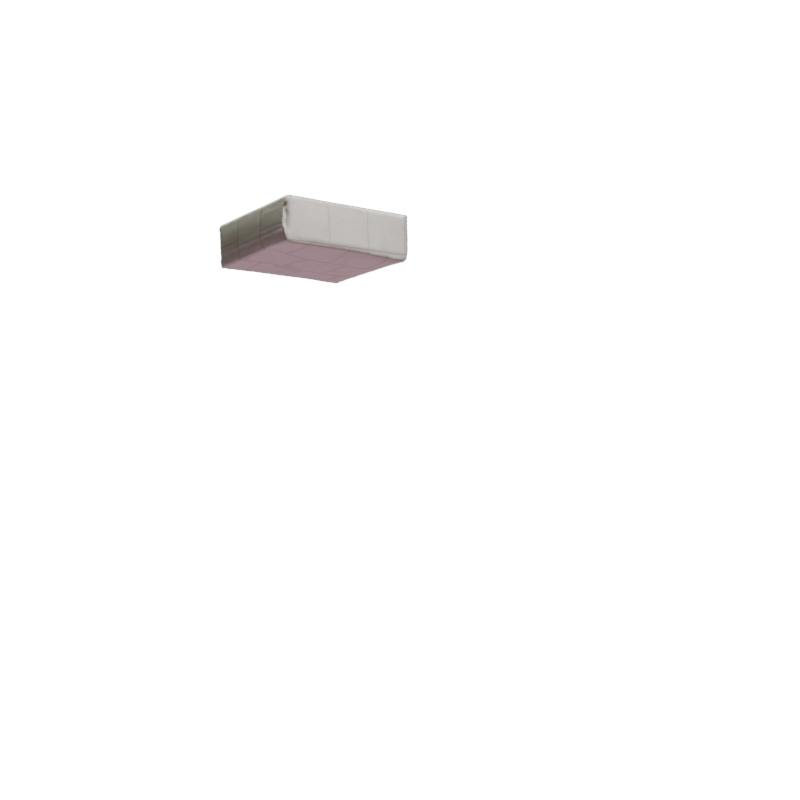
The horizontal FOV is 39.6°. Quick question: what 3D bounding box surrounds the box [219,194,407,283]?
[{"bbox_3d":[-0.064,-0.118,0.823,0.108,0.040,0.091,6,-11,-37],"label":"box"}]
